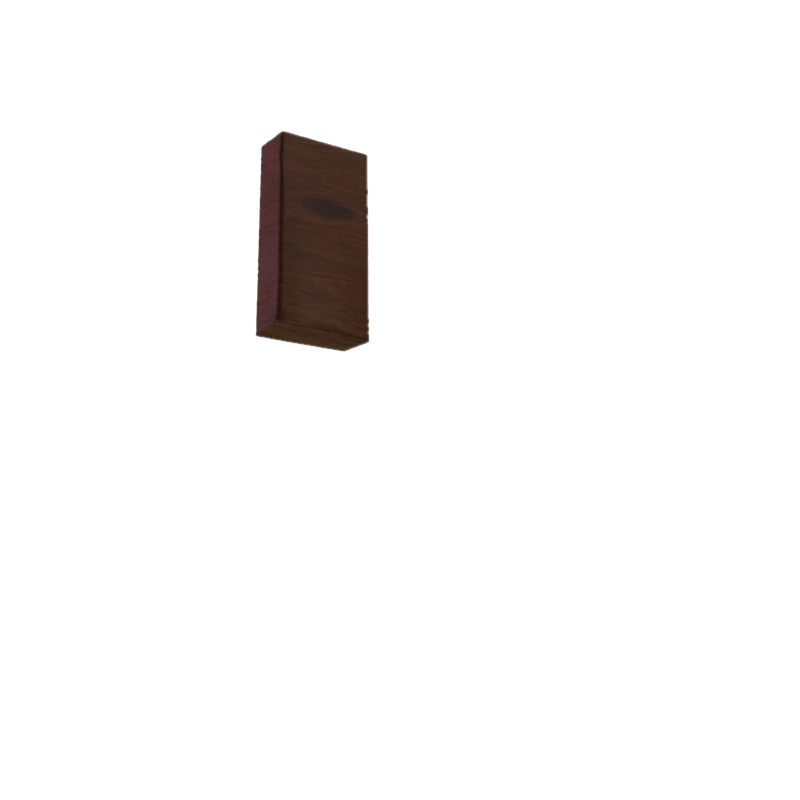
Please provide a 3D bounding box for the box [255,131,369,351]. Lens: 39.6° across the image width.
[{"bbox_3d":[-0.075,-0.137,0.962,0.089,0.185,0.048,12,-25,-31],"label":"box"}]
